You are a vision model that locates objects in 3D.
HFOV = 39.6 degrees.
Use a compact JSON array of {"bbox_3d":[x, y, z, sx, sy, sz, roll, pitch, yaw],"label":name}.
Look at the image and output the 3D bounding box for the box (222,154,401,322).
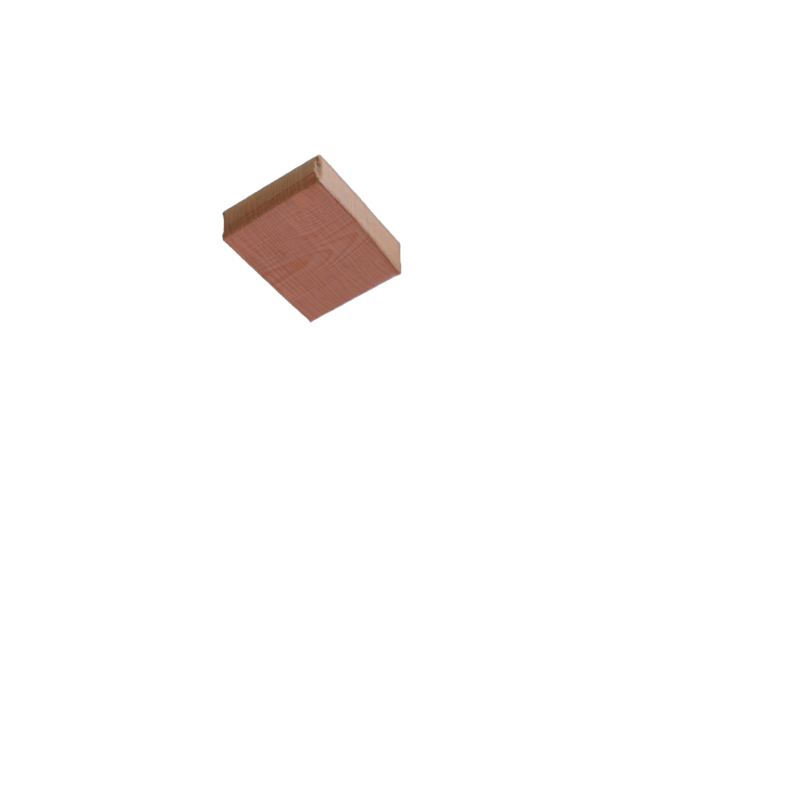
[{"bbox_3d":[-0.065,-0.118,0.829,0.090,0.042,0.106,-27,-52,23],"label":"box"}]
